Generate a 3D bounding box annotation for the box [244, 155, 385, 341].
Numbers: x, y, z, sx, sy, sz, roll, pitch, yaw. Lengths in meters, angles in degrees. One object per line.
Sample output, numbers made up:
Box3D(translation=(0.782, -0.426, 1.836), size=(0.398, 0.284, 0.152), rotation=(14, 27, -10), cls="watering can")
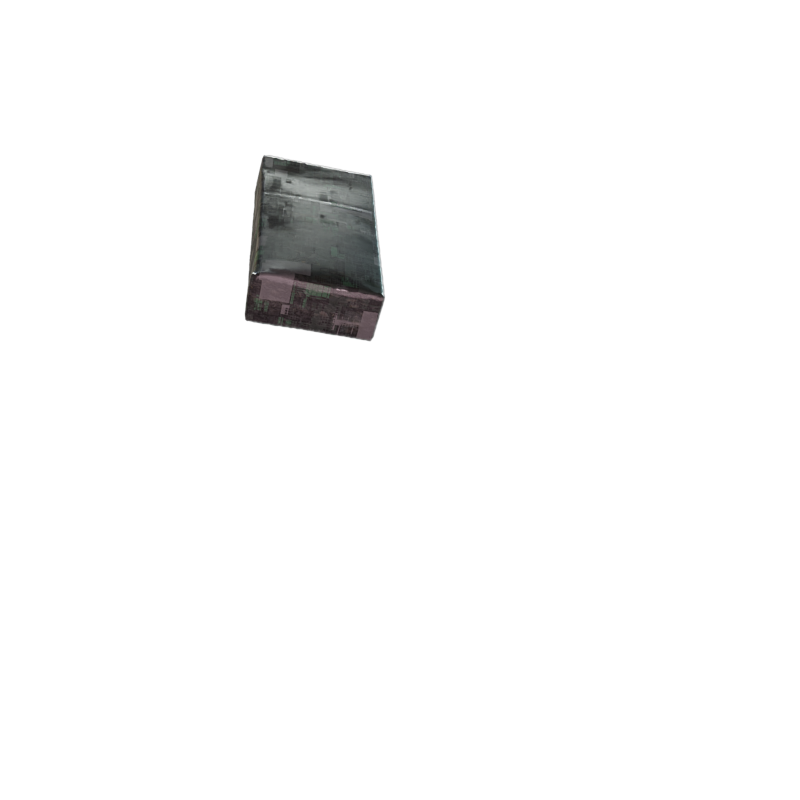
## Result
Box3D(translation=(-0.065, -0.118, 0.826), size=(0.092, 0.046, 0.188), rotation=(9, 34, -9), cls="box")
